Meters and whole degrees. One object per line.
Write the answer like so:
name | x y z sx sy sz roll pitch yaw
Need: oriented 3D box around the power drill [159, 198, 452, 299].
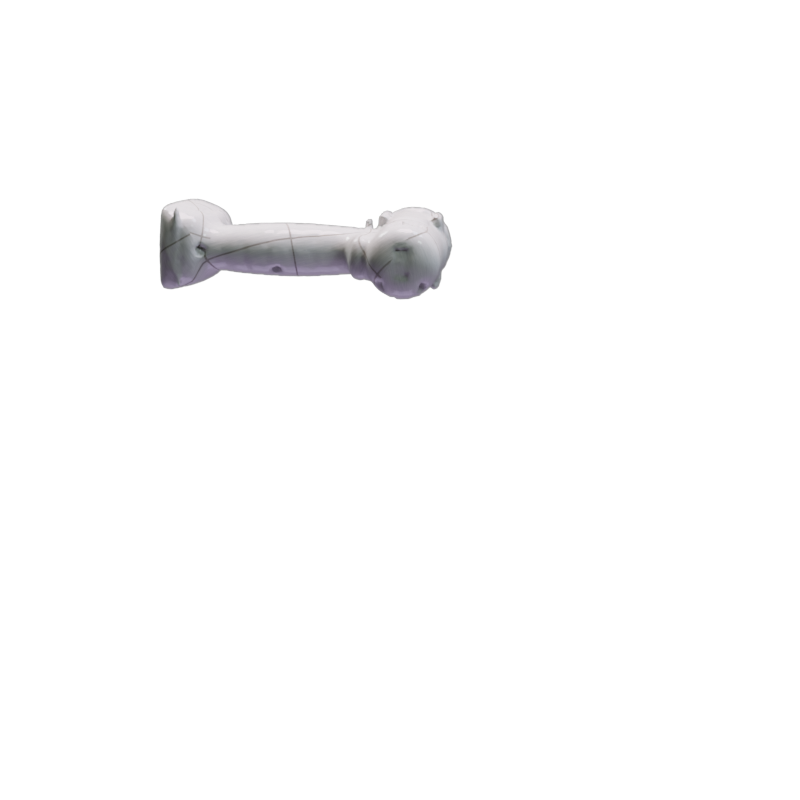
power drill | -0.059 -0.108 0.757 0.189 0.056 0.186 1 12 6
